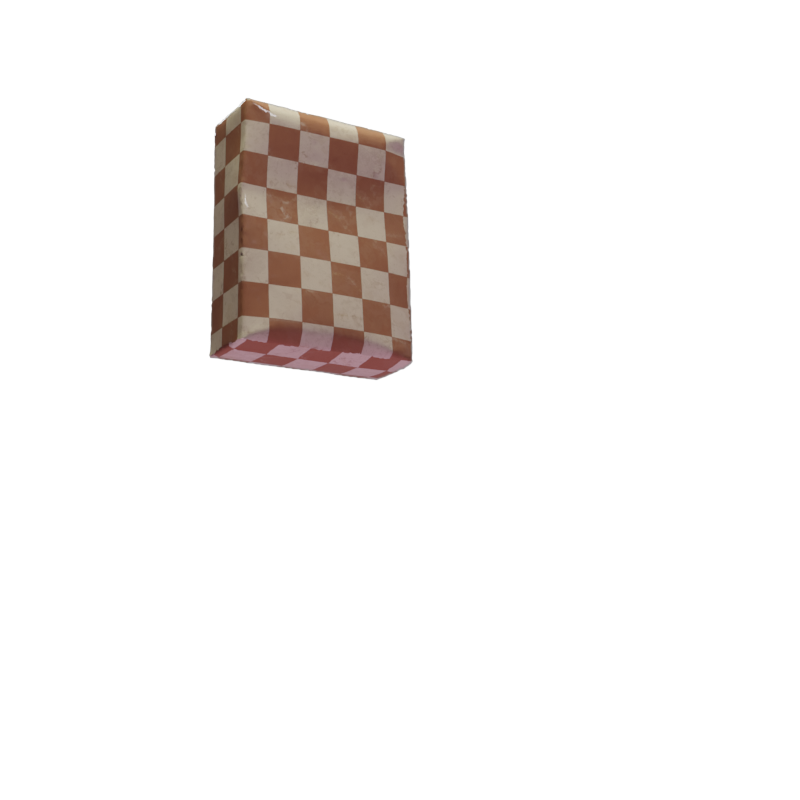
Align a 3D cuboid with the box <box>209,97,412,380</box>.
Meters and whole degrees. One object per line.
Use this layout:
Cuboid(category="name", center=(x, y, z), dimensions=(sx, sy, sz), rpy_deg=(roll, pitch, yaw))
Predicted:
Cuboid(category="box", center=(-0.074, -0.135, 0.945), dimensions=(0.157, 0.224, 0.071), rpy_deg=(9, -22, -29))
